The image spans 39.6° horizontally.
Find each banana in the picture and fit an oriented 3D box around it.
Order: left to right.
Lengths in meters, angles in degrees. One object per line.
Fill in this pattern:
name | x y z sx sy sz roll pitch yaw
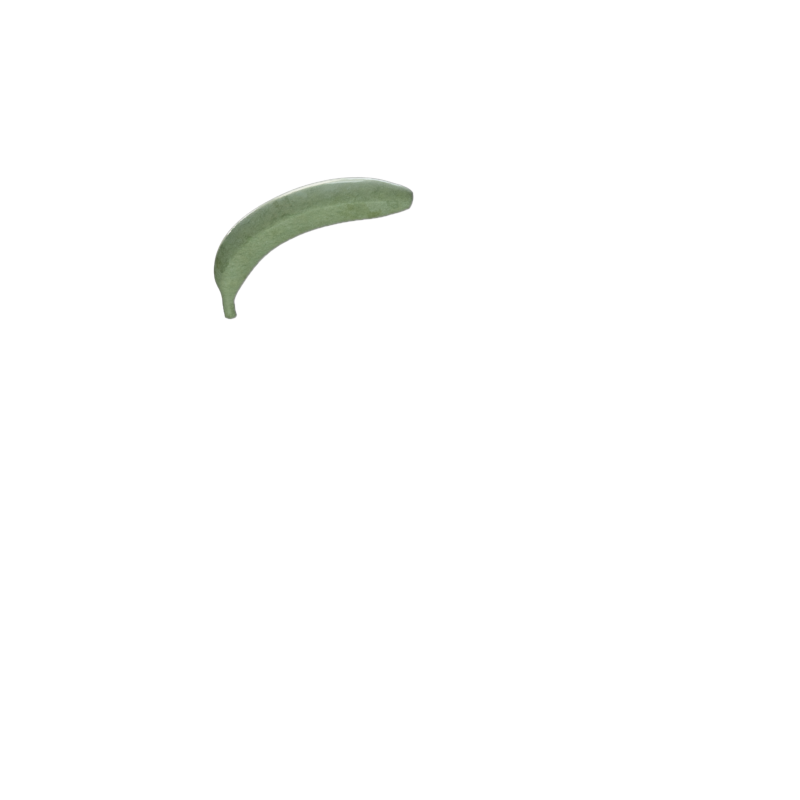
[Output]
banana | -0.086 -0.142 0.924 0.197 0.065 0.039 -29 33 20
